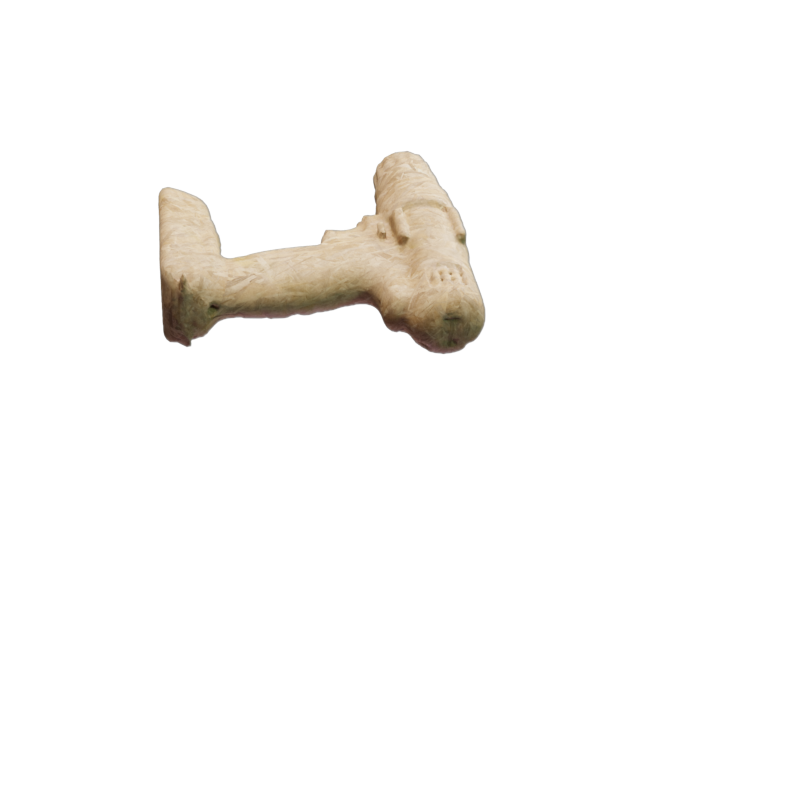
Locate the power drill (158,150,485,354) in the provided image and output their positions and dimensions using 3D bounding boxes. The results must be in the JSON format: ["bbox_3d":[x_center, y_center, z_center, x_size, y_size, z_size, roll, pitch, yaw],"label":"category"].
[{"bbox_3d":[-0.053,-0.097,0.678,0.186,0.054,0.198,-5,38,-6],"label":"power drill"}]
